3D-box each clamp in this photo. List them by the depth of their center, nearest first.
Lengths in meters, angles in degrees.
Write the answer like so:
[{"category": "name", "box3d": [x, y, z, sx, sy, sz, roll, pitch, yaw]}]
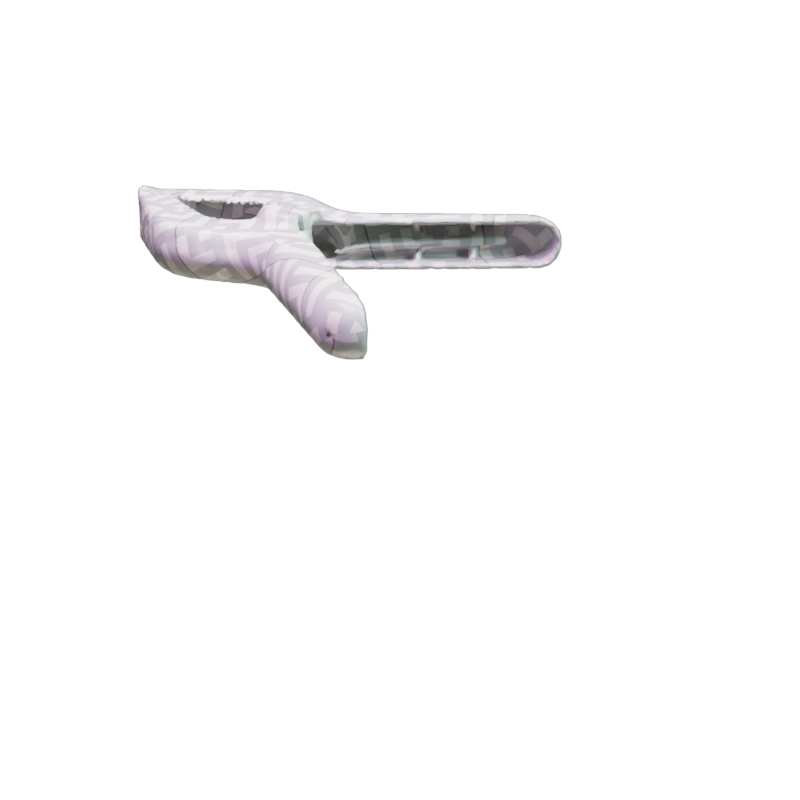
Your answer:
[{"category": "clamp", "box3d": [-0.041, -0.075, 0.527, 0.223, 0.035, 0.162, 21, 30, 40]}]
